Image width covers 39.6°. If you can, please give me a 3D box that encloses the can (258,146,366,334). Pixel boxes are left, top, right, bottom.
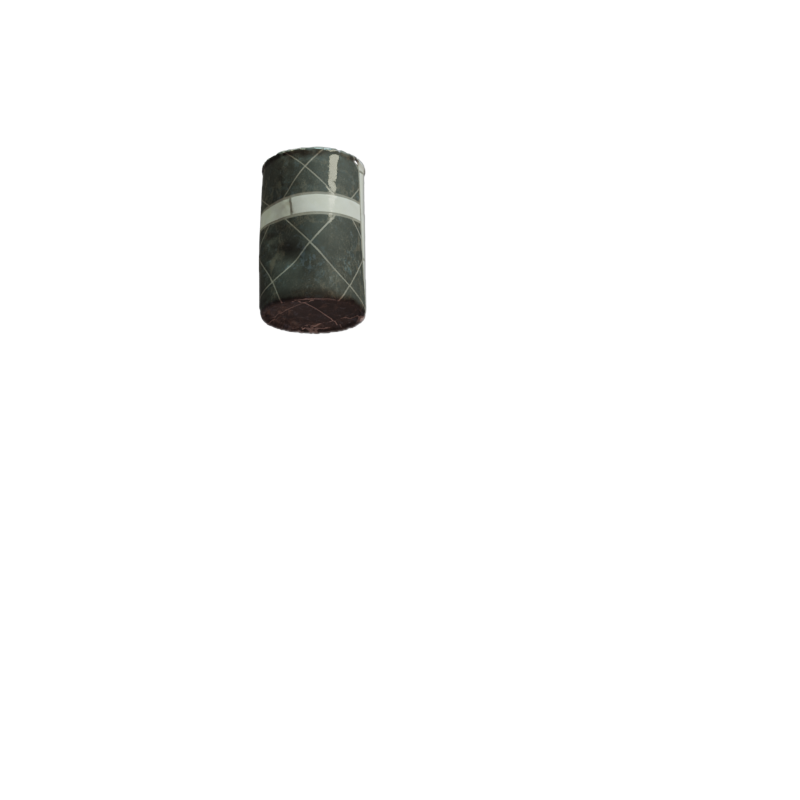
[{"bbox_3d":[-0.055,-0.101,0.704,0.068,0.107,0.065,0,-21,-2],"label":"can"}]
